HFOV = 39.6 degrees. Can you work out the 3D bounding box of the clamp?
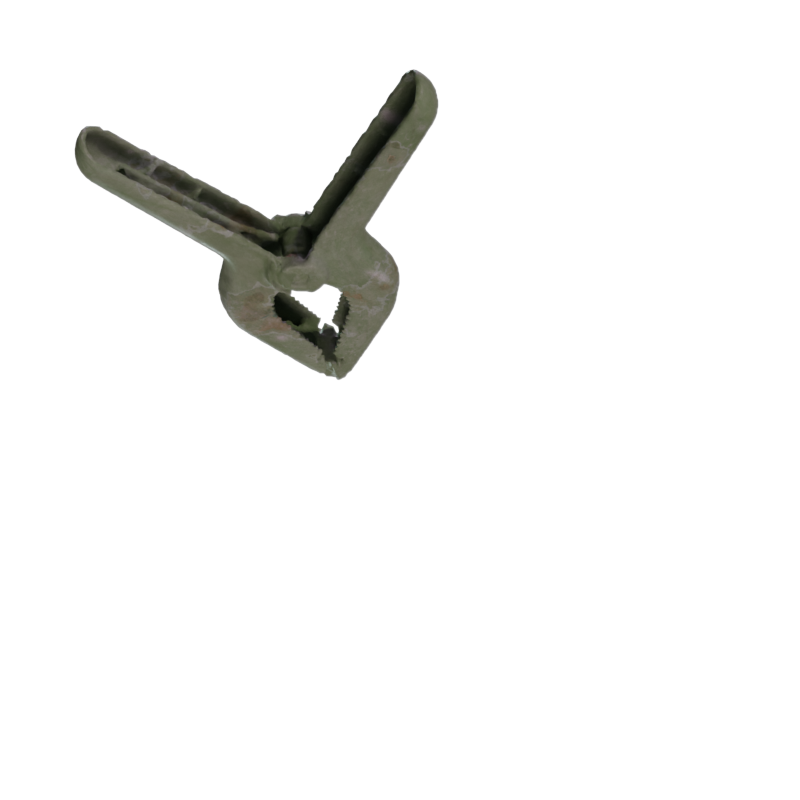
[{"bbox_3d":[-0.043,-0.079,0.554,0.166,0.039,0.194,-10,-36,14],"label":"clamp"}]
